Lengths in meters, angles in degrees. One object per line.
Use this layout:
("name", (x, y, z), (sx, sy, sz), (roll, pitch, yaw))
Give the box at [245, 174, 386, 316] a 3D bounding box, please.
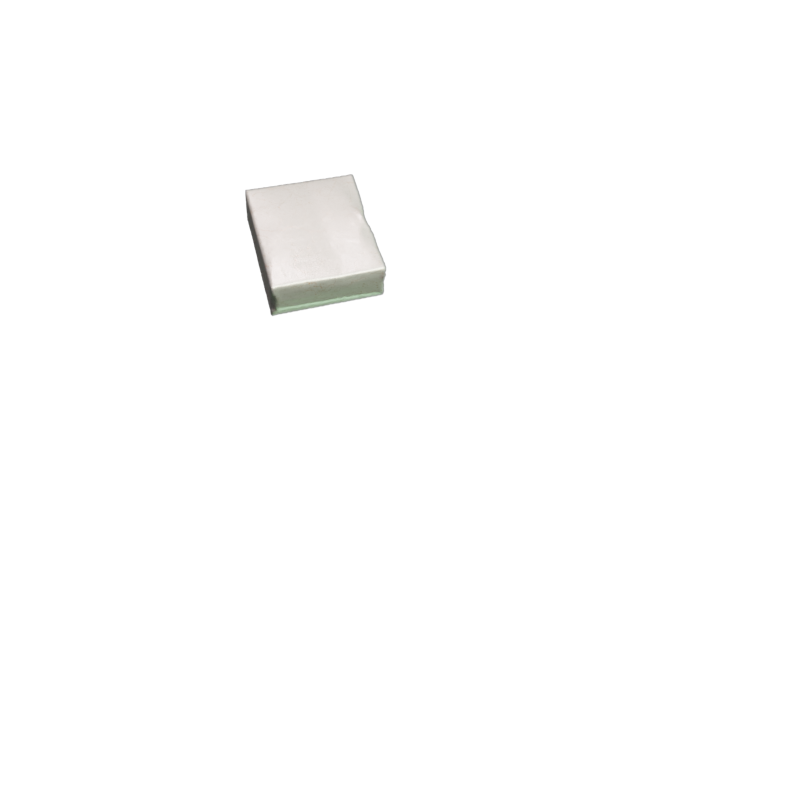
("box", (-0.055, -0.101, 0.706), (0.072, 0.096, 0.028), (-11, -38, -9))
